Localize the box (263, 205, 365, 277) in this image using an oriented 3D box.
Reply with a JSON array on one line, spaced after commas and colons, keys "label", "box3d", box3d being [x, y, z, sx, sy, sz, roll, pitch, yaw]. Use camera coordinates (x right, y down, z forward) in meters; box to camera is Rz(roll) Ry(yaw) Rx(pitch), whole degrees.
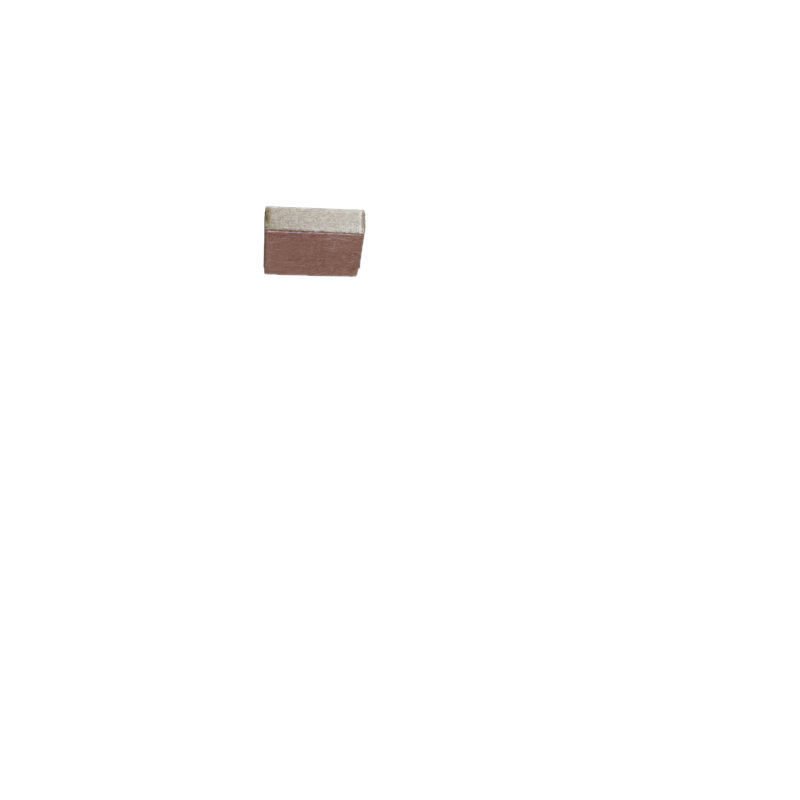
[{"label": "box", "box3d": [-0.078, -0.142, 0.995, 0.089, 0.032, 0.069, 2, -28, -4]}]
